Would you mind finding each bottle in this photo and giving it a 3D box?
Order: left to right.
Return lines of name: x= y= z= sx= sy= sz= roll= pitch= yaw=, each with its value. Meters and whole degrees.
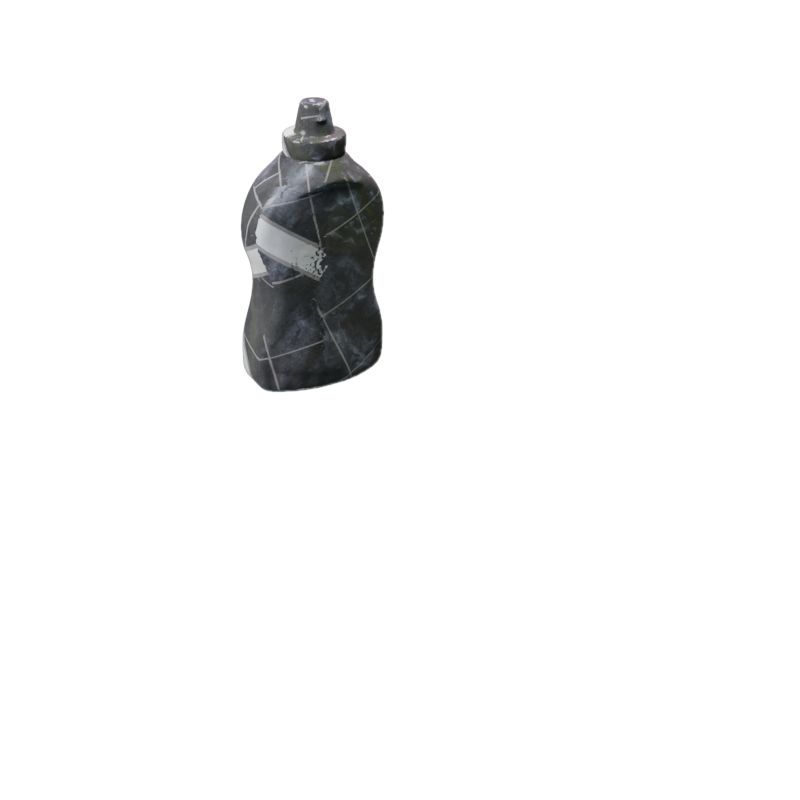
bottle: x=-0.057 y=-0.104 z=0.727 sx=0.094 sy=0.182 sz=0.063 roll=-11 pitch=27 yaw=-26
